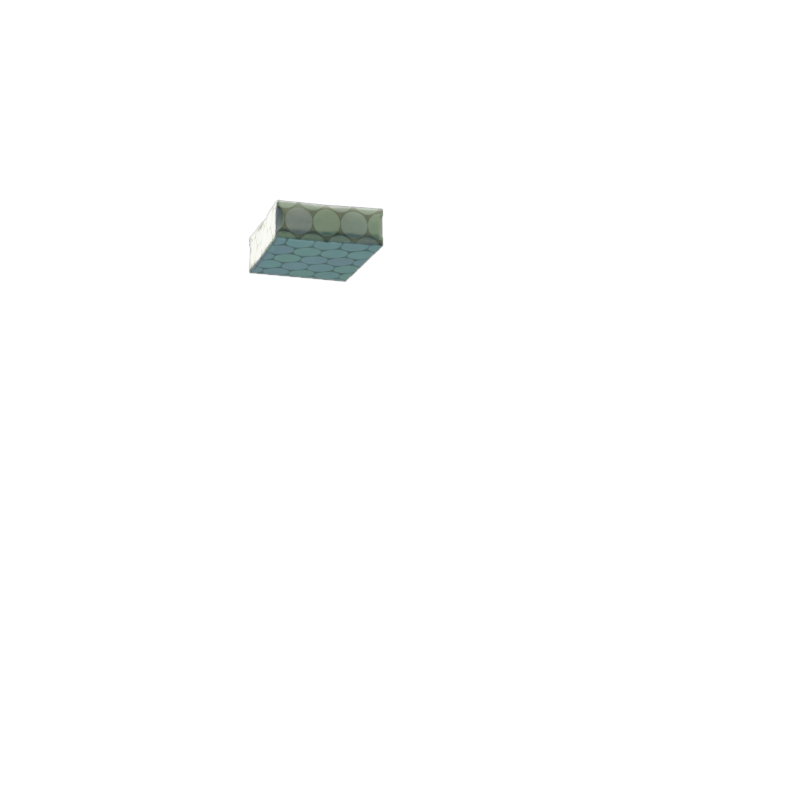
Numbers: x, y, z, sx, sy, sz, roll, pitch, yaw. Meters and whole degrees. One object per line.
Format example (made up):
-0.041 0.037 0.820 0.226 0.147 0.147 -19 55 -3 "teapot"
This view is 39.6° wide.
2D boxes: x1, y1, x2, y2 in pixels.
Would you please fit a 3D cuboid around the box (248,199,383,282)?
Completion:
-0.059 -0.108 0.758 0.071 0.031 0.088 3 -11 -17 "box"
